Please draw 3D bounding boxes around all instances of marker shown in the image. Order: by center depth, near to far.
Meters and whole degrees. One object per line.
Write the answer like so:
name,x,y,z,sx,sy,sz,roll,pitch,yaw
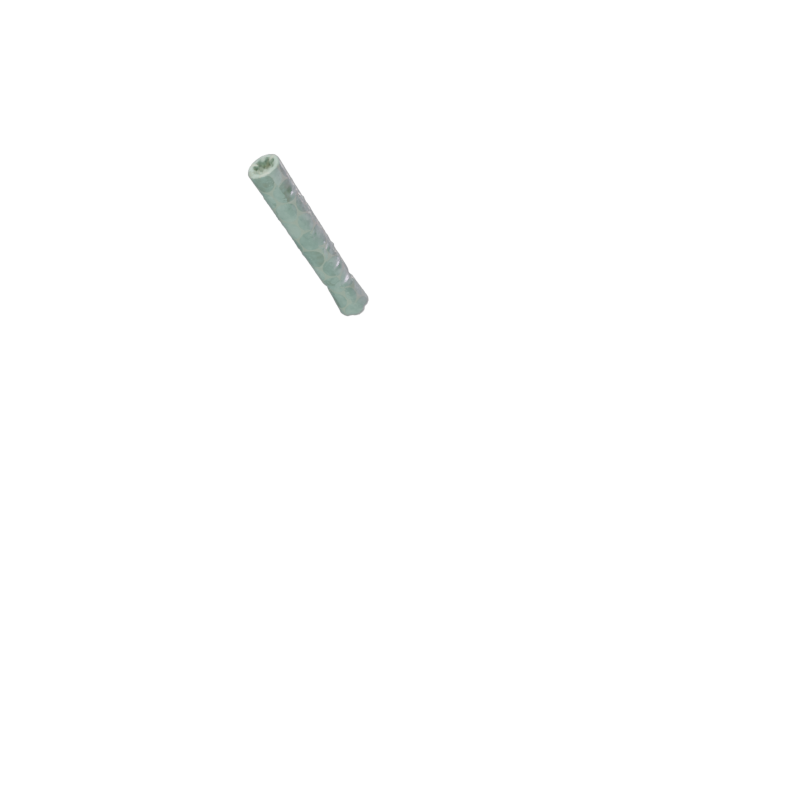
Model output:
marker,-0.049,-0.088,0.620,0.020,0.021,0.112,2,-37,35
